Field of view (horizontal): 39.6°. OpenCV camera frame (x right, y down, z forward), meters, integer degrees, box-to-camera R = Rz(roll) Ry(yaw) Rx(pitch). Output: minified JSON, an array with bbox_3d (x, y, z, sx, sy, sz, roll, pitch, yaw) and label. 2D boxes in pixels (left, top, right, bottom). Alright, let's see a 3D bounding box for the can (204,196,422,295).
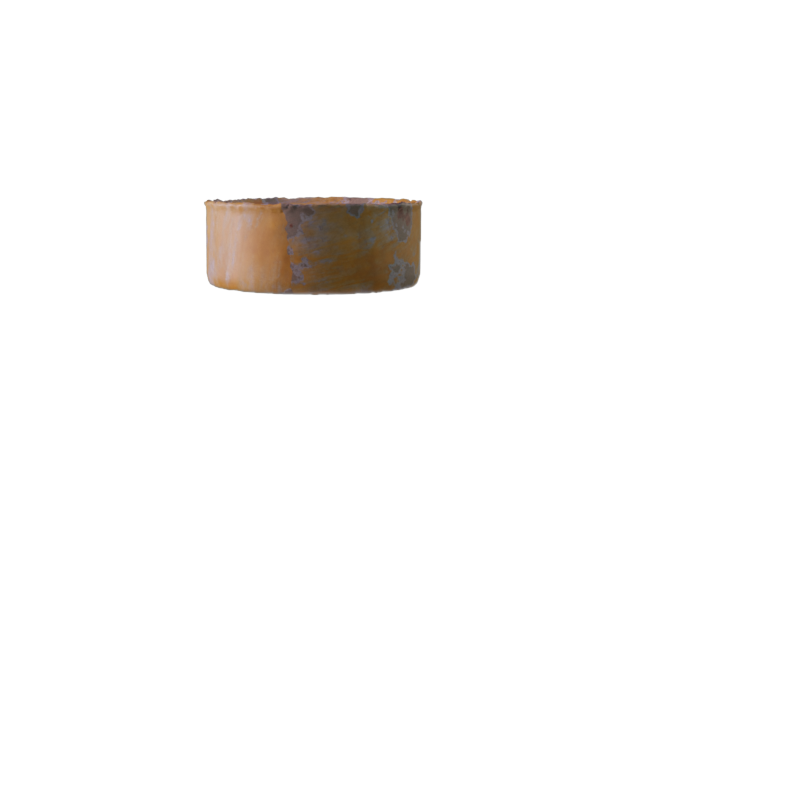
[{"bbox_3d":[-0.034,-0.063,0.438,0.086,0.033,0.088,0,11,-2],"label":"can"}]
